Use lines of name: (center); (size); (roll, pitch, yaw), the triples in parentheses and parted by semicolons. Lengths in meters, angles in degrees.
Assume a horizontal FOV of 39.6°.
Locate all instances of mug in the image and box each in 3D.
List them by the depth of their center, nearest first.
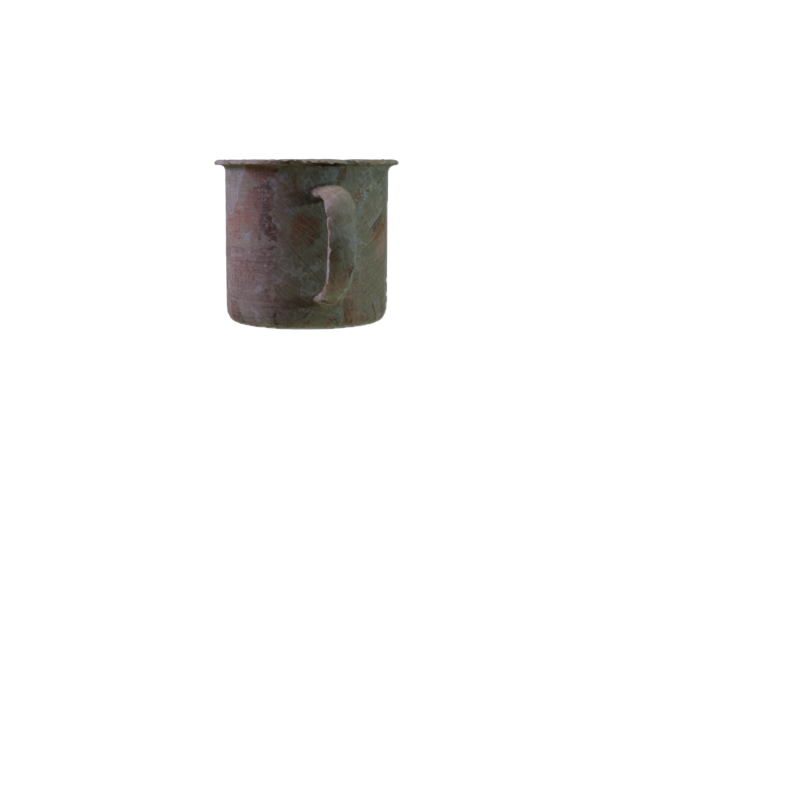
mug: (-0.043, -0.079, 0.550); (0.091, 0.080, 0.122); (-3, 9, -19)
